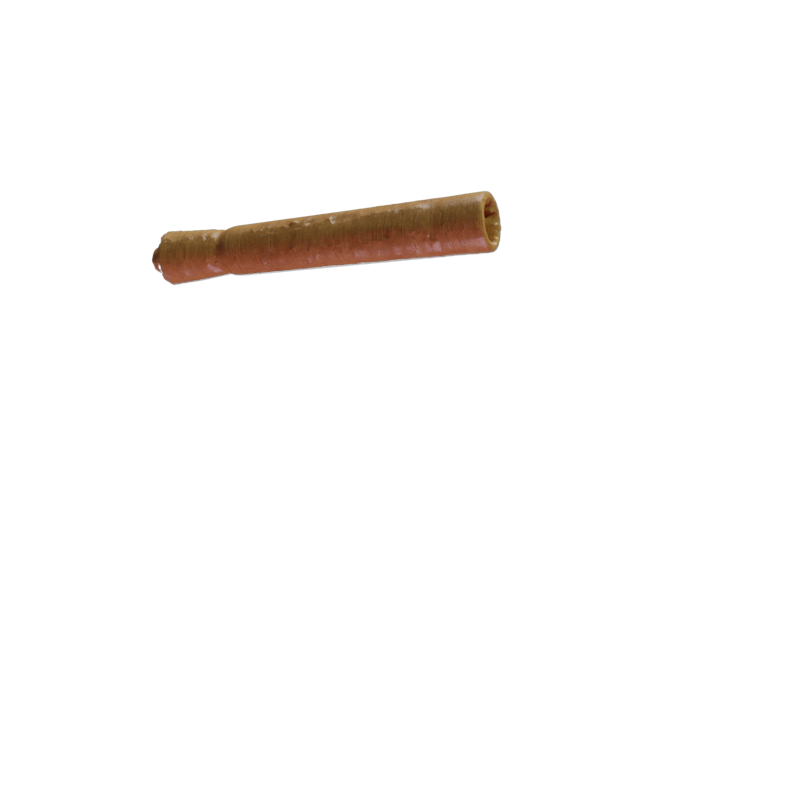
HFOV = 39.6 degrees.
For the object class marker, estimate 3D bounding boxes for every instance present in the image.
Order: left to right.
[{"bbox_3d":[-0.028,-0.051,0.359,0.124,0.020,0.019,-3,3,26],"label":"marker"}]
